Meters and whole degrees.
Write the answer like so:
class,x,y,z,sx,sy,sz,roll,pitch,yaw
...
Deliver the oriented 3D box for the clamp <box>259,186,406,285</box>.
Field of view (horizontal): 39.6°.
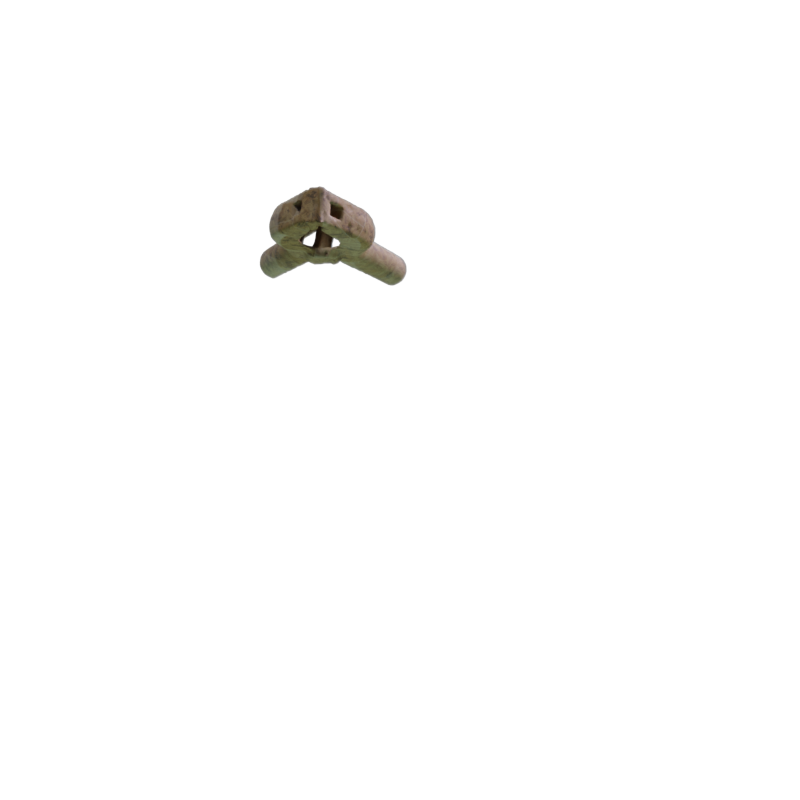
class,x,y,z,sx,sy,sz,roll,pitch,yaw
clamp,-0.067,-0.122,0.856,0.122,0.041,0.162,-3,-15,11
